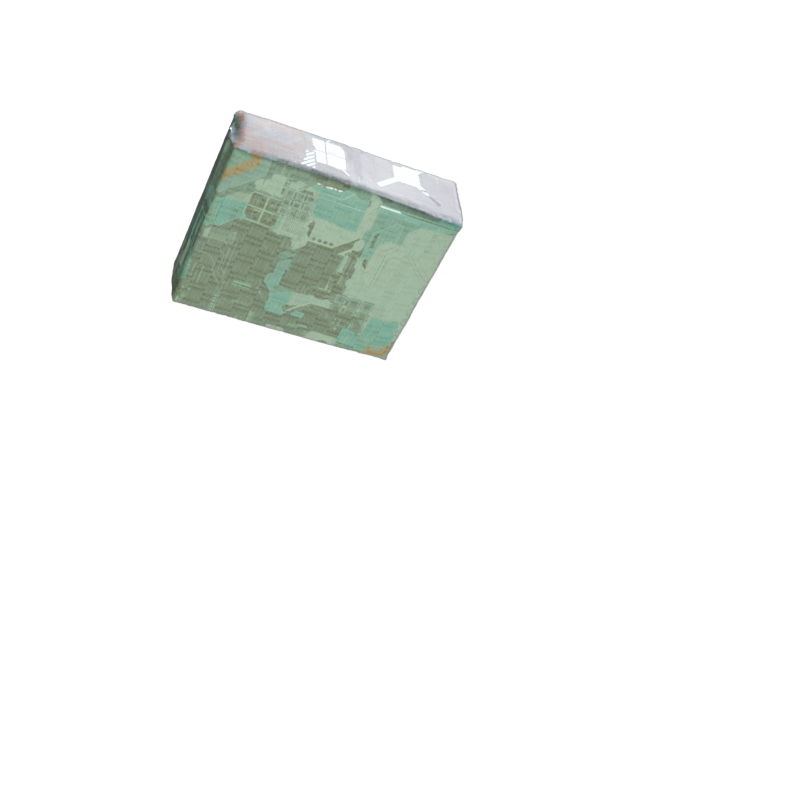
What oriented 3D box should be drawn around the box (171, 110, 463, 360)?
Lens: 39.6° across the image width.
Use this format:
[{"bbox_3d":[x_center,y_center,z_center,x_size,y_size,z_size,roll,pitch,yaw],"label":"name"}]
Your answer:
[{"bbox_3d":[-0.040,-0.074,0.515,0.110,0.086,0.042,18,37,-14],"label":"box"}]
